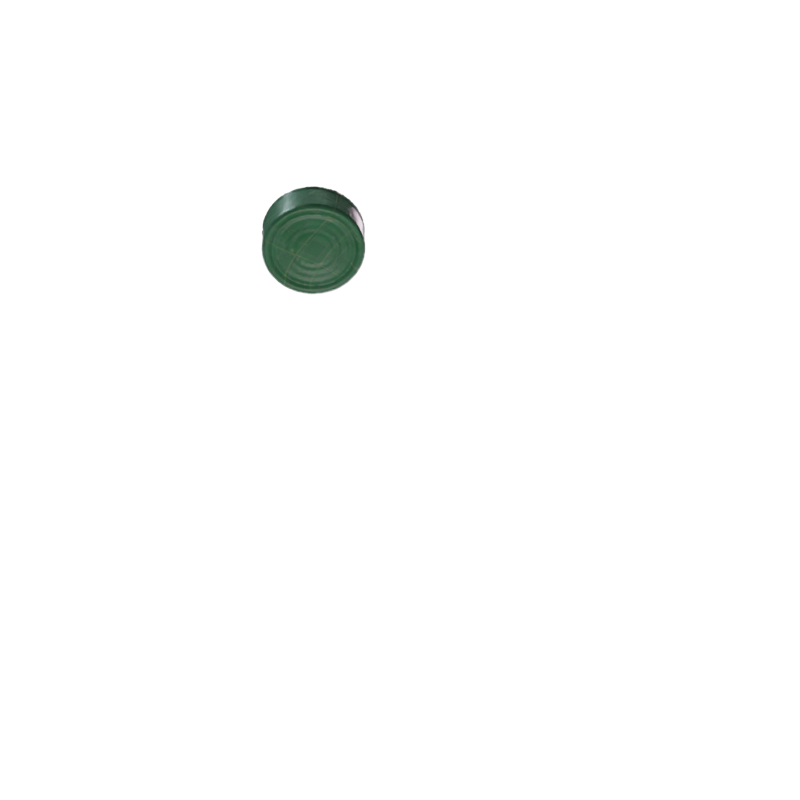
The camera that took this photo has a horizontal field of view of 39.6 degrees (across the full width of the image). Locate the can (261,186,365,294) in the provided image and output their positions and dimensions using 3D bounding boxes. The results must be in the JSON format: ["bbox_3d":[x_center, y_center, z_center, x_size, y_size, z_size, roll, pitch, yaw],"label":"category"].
[{"bbox_3d":[-0.071,-0.130,0.911,0.086,0.081,0.036,1,33,-1],"label":"can"}]
